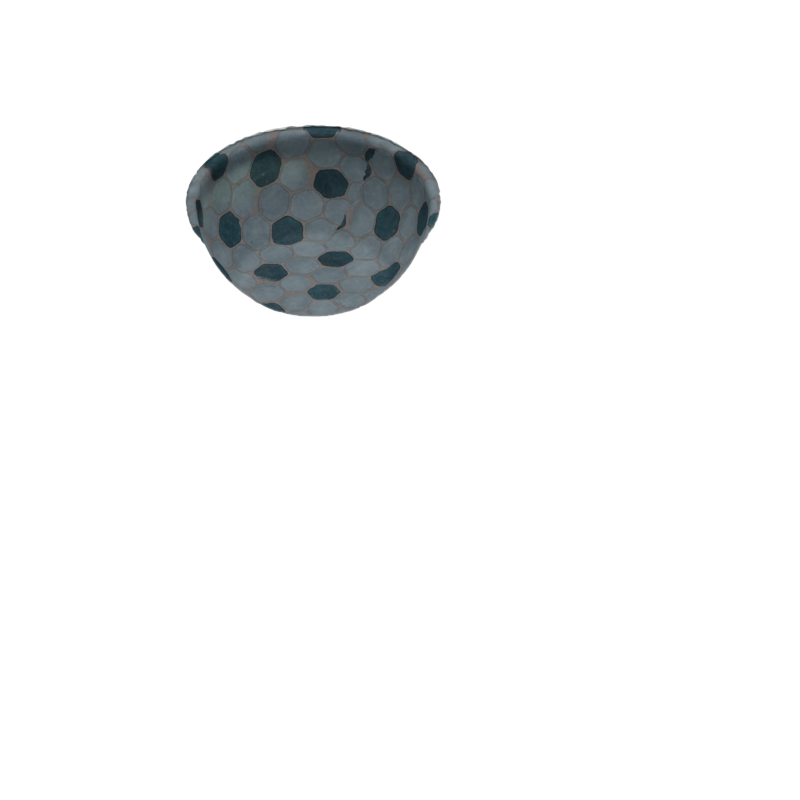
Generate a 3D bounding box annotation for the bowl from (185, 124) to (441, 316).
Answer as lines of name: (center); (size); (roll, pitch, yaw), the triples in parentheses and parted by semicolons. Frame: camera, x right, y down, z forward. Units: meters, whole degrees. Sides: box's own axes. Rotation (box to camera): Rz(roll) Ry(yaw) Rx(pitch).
bowl: (-0.054, -0.098, 0.688); (0.162, 0.059, 0.152); (1, -29, -2)
